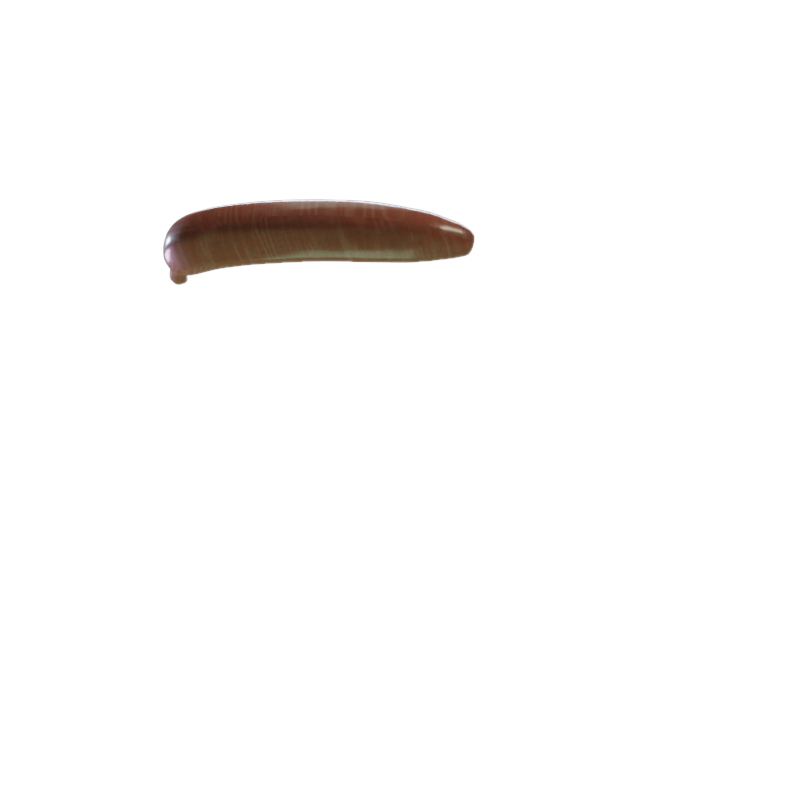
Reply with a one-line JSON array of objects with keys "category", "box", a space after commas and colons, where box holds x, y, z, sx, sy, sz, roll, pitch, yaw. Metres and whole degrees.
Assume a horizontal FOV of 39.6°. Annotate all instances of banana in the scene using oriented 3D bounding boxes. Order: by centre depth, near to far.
[{"category": "banana", "box": [-0.061, -0.094, 0.636, 0.203, 0.037, 0.067, -1, -4, 22]}]
